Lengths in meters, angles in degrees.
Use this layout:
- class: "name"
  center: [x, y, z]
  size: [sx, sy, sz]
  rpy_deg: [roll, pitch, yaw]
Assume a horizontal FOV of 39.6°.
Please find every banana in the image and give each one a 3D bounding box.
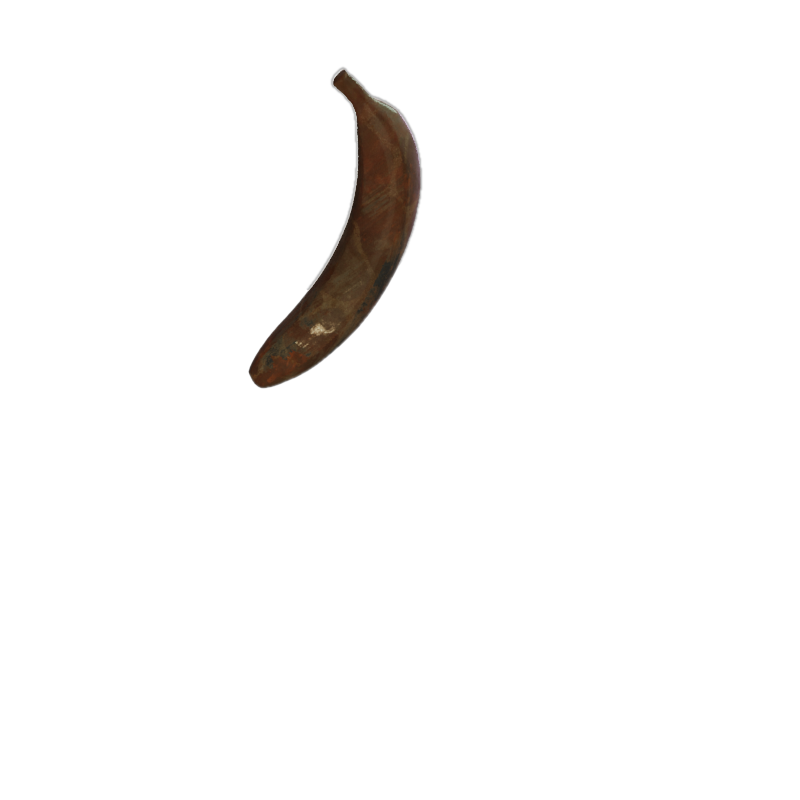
- class: "banana"
  center: [-0.031, -0.090, 0.640]
  size: [0.069, 0.191, 0.038]
  rpy_deg: [16, 19, -7]
